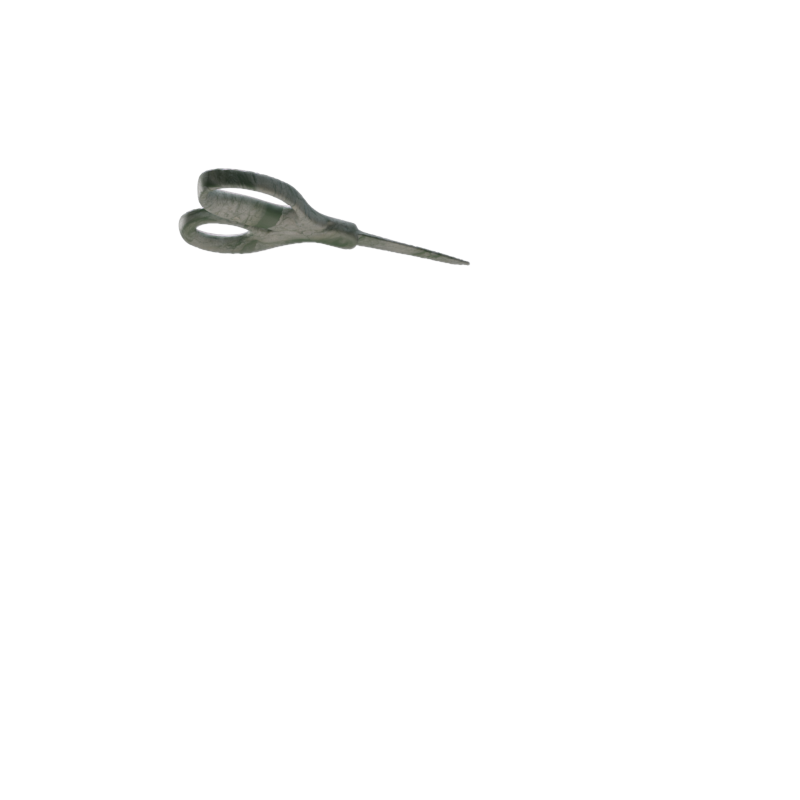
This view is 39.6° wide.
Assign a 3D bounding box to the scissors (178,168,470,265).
[{"bbox_3d":[-0.056,-0.103,0.720,0.190,0.017,0.097,18,-27,-40],"label":"scissors"}]
